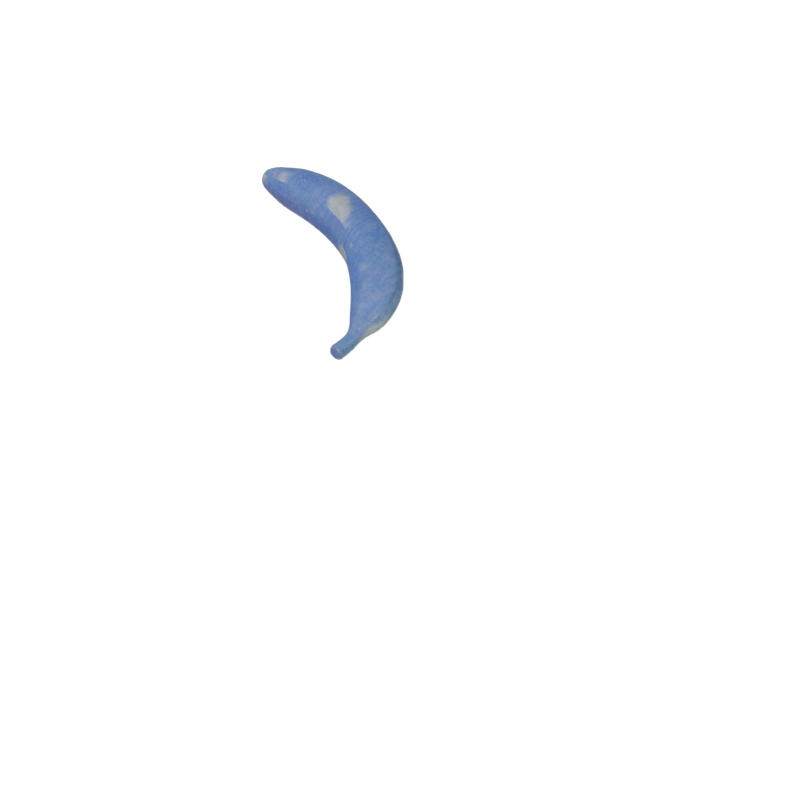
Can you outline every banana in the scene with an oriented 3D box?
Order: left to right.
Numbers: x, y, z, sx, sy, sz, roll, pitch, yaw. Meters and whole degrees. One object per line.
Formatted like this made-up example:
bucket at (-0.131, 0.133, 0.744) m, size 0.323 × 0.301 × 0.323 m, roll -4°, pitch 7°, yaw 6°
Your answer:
banana at (-0.042, -0.112, 0.781) m, size 0.069 × 0.034 × 0.214 m, roll -12°, pitch 45°, yaw -13°
